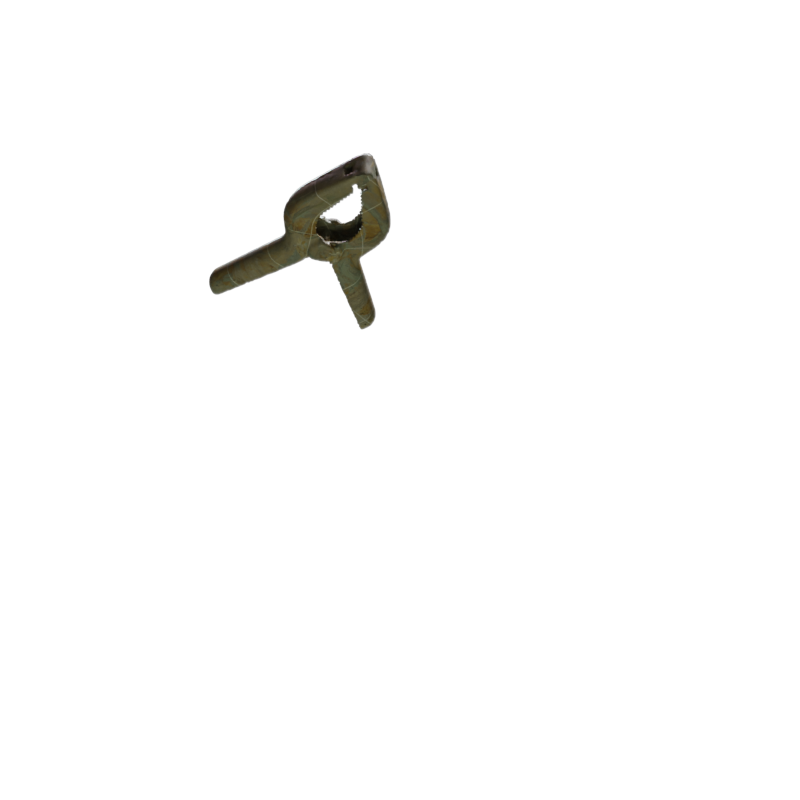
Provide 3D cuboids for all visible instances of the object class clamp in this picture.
[{"bbox_3d":[-0.078,-0.142,0.995,0.161,0.039,0.199,9,-38,-12],"label":"clamp"}]
